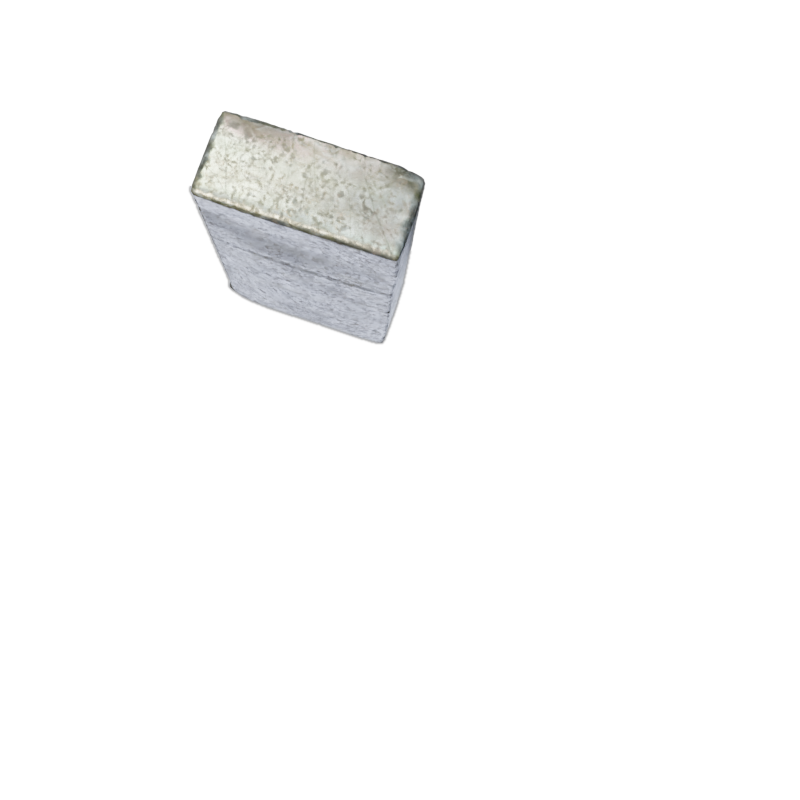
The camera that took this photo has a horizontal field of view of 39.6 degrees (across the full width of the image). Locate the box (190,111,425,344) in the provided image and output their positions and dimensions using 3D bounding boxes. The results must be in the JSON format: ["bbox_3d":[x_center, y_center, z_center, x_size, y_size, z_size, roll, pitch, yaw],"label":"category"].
[{"bbox_3d":[-0.042,-0.077,0.534,0.094,0.049,0.171,20,-12,1],"label":"box"}]
